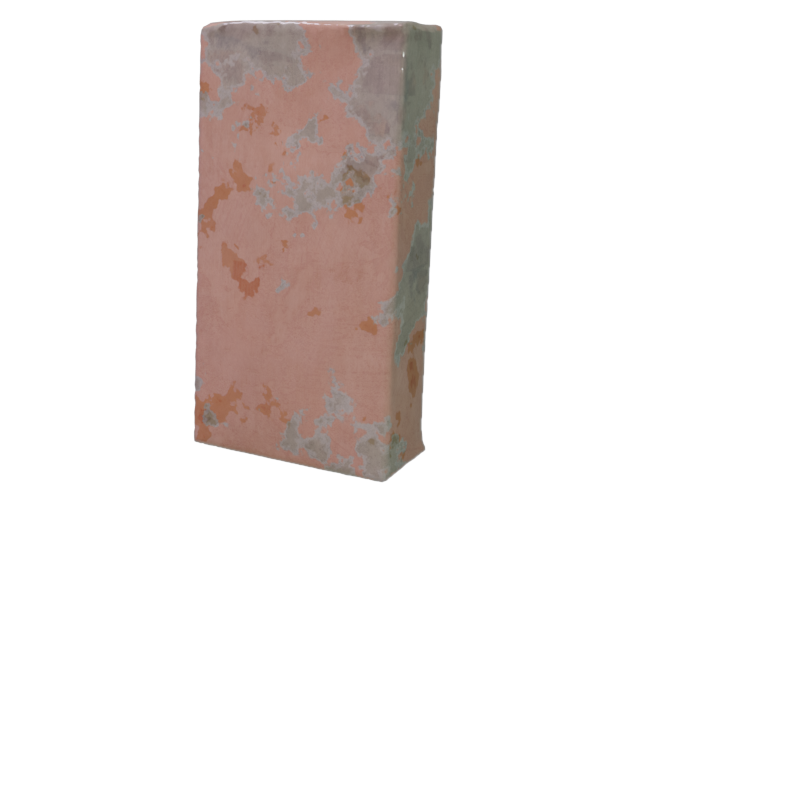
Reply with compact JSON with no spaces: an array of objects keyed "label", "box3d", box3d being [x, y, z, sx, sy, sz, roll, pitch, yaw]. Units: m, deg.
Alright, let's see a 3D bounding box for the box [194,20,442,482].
[{"label":"box","box3d":[-0.036,-0.064,0.450,0.097,0.172,0.047,7,13,26]}]
